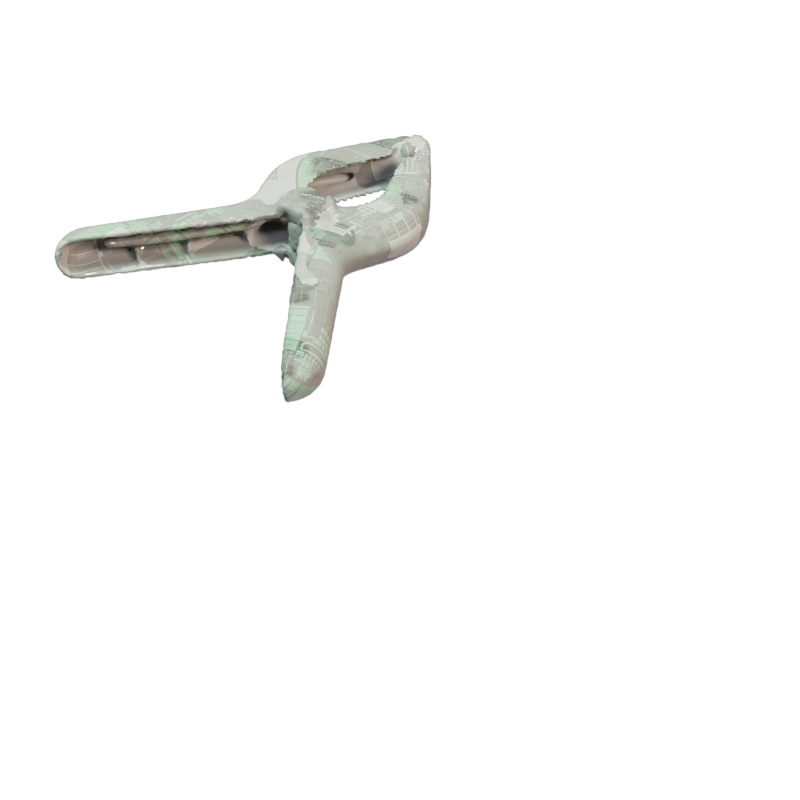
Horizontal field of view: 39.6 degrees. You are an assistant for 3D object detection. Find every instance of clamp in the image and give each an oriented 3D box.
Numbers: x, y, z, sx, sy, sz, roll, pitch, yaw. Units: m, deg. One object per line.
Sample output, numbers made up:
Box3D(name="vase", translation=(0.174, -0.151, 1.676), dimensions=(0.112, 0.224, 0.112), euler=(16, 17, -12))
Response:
Box3D(name="clamp", translation=(-0.044, -0.080, 0.561), dimensions=(0.210, 0.034, 0.176), euler=(-31, 48, -33))
